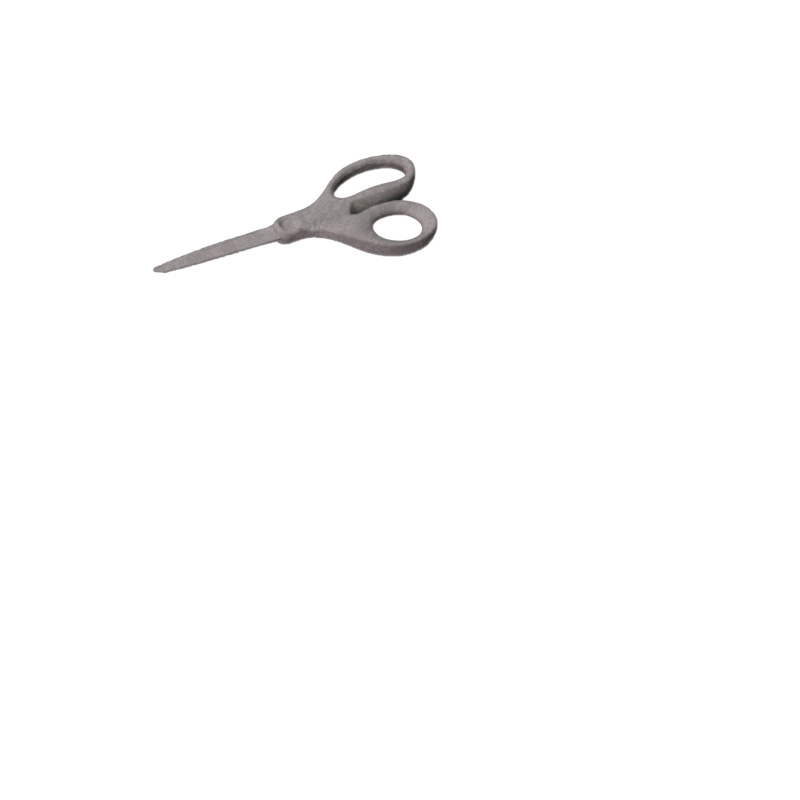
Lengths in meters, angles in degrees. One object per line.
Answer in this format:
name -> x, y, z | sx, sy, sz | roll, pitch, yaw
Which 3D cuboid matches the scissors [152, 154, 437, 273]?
scissors -> -0.060, -0.109, 0.762 | 0.202, 0.103, 0.015 | -34, -30, -23
